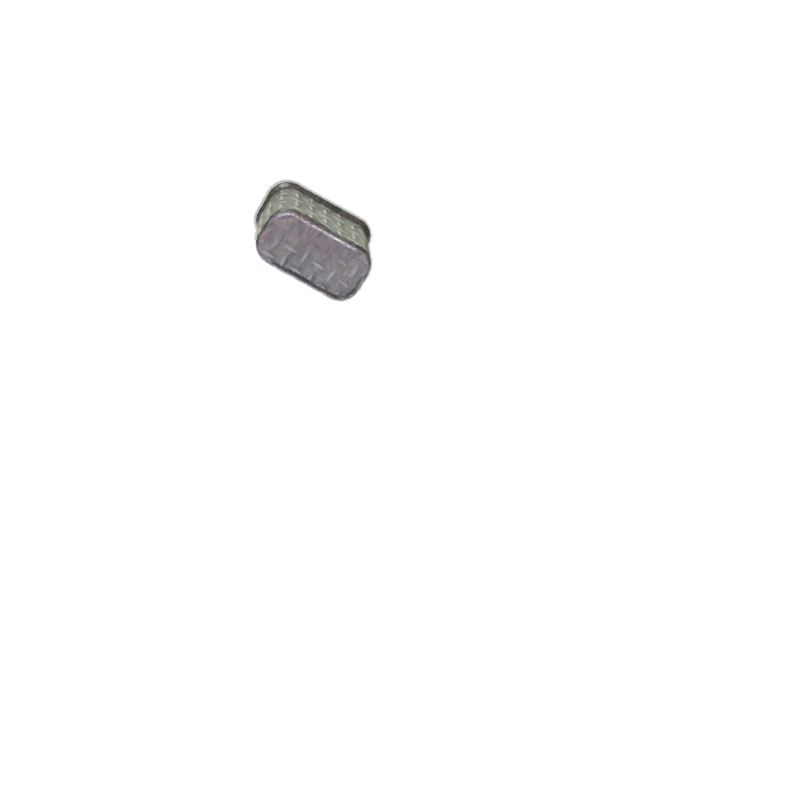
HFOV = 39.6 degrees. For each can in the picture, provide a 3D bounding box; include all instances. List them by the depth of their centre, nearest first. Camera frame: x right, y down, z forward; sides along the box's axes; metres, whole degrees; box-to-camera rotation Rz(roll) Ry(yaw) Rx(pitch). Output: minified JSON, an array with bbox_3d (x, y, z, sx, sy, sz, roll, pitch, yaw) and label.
[{"bbox_3d":[-0.074,-0.136,0.950,0.100,0.056,0.088,28,18,-12],"label":"can"}]
